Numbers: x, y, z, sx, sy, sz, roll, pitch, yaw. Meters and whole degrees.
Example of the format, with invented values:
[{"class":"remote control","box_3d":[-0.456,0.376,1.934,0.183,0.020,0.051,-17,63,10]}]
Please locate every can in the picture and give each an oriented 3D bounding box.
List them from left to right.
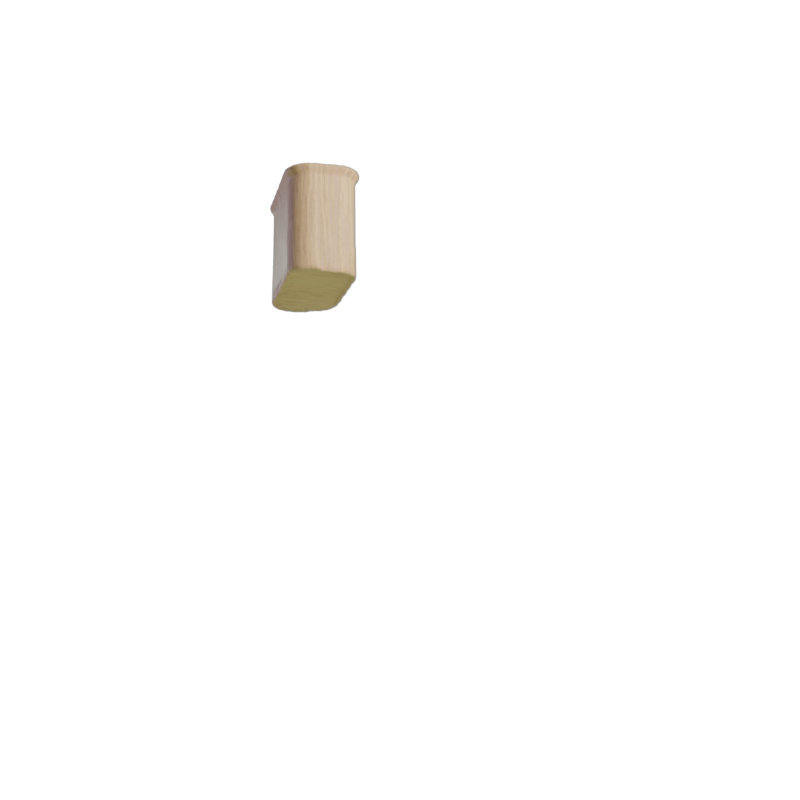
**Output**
[{"class":"can","box_3d":[-0.066,-0.121,0.846,0.056,0.088,0.099,4,-18,-14]}]
